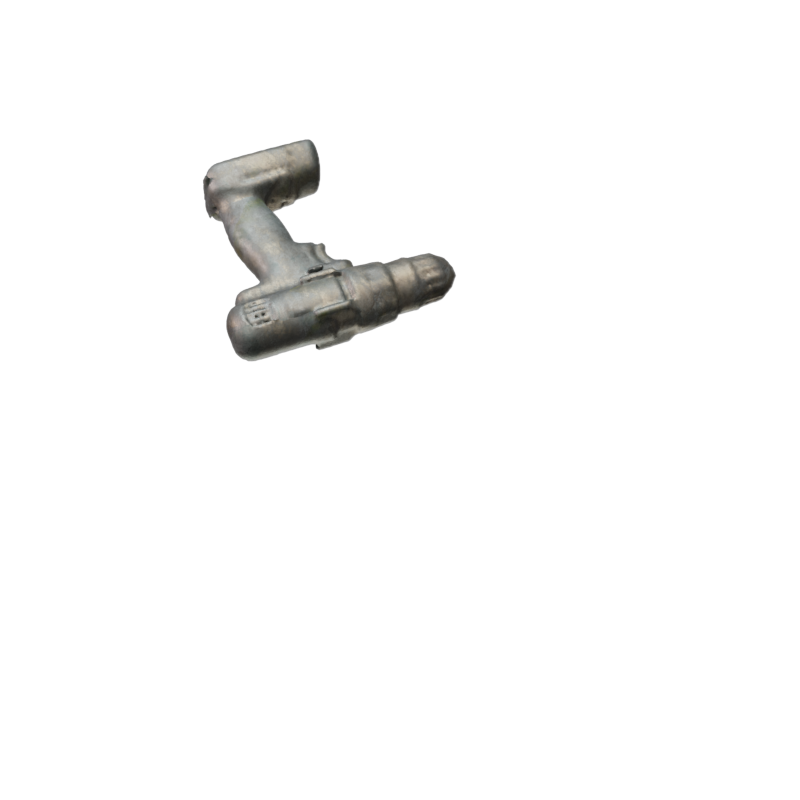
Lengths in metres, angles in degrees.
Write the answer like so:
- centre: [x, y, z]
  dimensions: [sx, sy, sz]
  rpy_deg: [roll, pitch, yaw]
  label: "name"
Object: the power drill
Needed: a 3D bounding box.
- centre: [-0.070, -0.129, 0.901]
  dimensions: [0.183, 0.203, 0.053]
  rpy_deg: [-17, -37, -14]
  label: "power drill"
